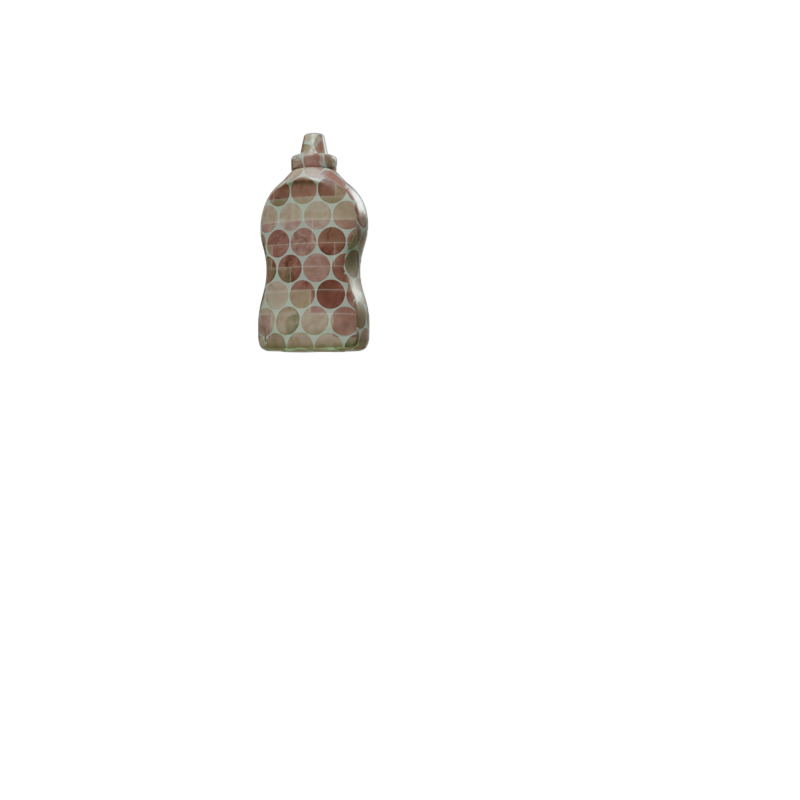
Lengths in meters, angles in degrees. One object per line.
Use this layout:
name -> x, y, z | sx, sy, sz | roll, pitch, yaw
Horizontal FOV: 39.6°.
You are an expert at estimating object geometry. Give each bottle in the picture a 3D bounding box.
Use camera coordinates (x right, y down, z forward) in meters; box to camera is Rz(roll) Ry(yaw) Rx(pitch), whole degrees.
bottle -> -0.076, -0.138, 0.970 | 0.099, 0.195, 0.056 | -3, -7, 25
